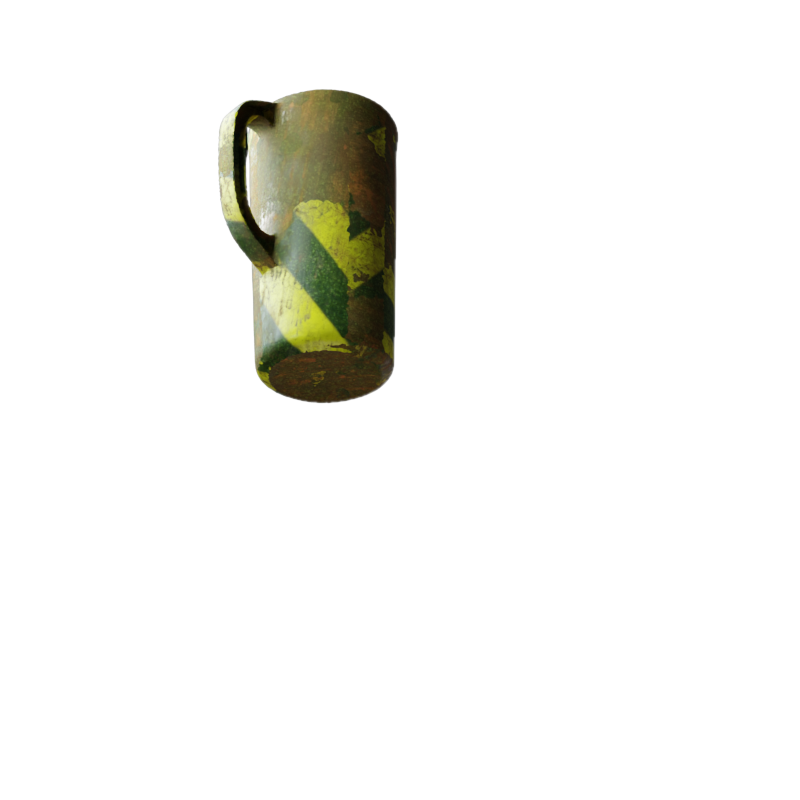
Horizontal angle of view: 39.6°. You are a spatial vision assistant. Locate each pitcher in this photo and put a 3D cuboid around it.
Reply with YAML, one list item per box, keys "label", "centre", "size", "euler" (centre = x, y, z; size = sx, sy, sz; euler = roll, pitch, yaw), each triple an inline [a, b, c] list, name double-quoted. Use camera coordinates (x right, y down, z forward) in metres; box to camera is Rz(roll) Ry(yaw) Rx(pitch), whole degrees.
- label: "pitcher"
  centre: [-0.071, -0.130, 0.911]
  size: [0.149, 0.259, 0.136]
  euler: [-2, -31, 0]
